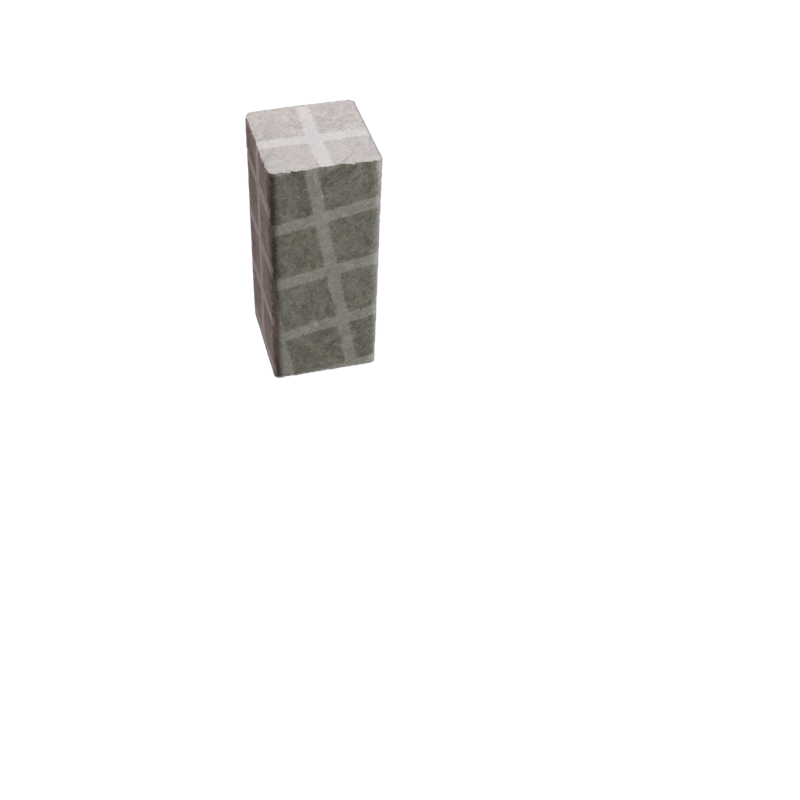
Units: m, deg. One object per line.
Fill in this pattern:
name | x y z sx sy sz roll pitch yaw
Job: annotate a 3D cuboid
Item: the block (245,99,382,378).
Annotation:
block | -0.071 -0.129 0.901 0.089 0.192 0.098 -9 43 -13
